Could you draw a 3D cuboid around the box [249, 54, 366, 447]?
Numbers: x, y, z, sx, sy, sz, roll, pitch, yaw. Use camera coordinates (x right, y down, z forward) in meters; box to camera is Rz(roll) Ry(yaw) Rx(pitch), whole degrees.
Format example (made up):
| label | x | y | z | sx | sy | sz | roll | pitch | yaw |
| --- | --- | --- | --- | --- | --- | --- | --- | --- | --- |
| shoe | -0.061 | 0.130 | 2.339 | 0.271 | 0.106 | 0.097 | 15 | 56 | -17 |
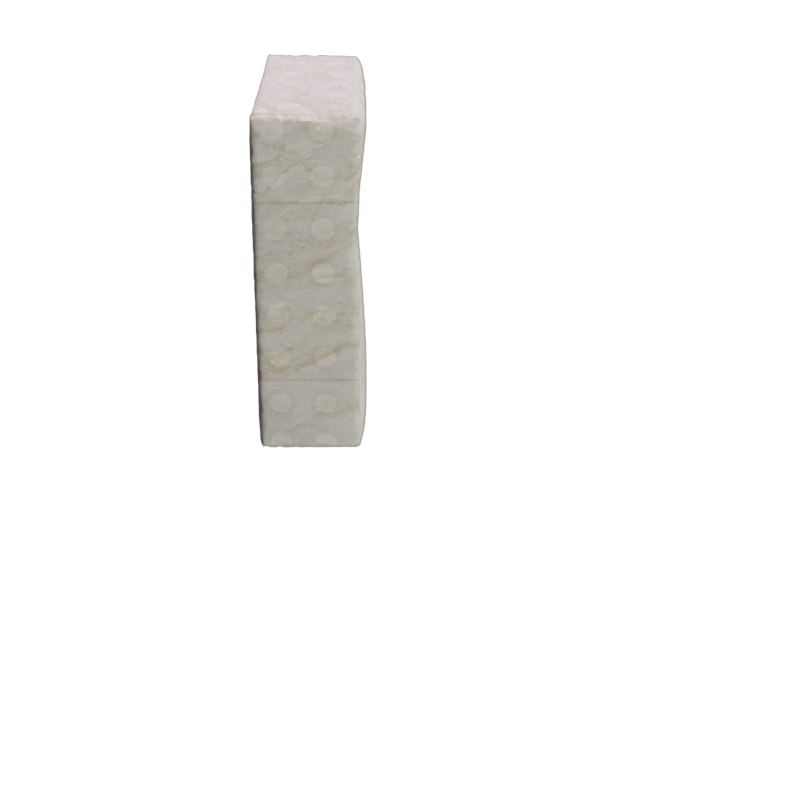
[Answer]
| label | x | y | z | sx | sy | sz | roll | pitch | yaw |
| --- | --- | --- | --- | --- | --- | --- | --- | --- | --- |
| box | -0.056 | -0.103 | 0.720 | 0.072 | 0.203 | 0.173 | 0 | 25 | -3 |
